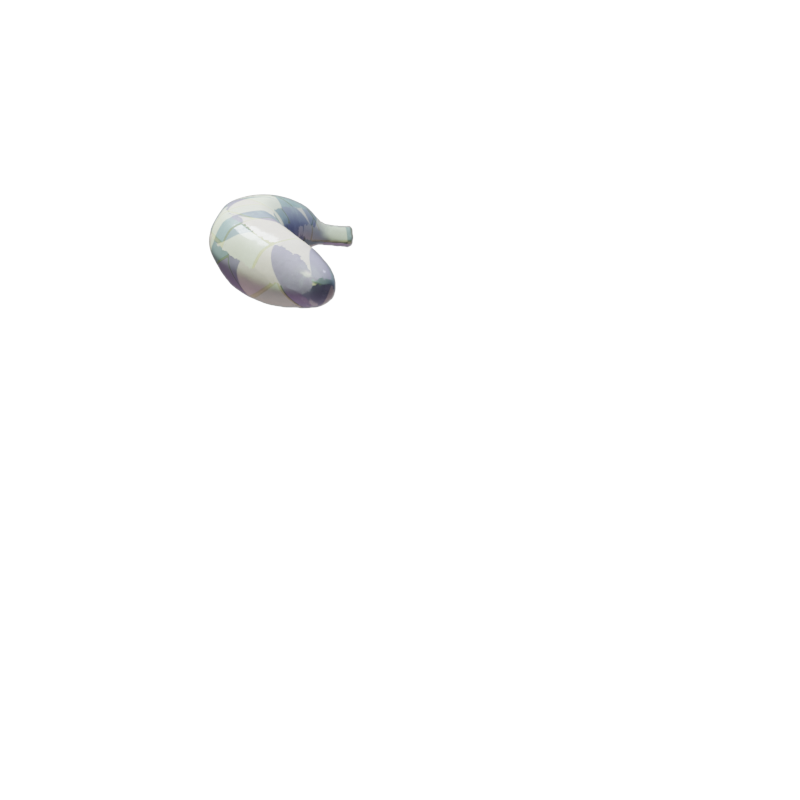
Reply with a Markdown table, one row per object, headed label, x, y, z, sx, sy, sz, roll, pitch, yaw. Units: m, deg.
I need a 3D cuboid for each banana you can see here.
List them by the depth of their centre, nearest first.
| label | x | y | z | sx | sy | sz | roll | pitch | yaw |
| --- | --- | --- | --- | --- | --- | --- | --- | --- | --- |
| banana | -0.061 | -0.079 | 0.550 | 0.070 | 0.036 | 0.203 | 0 | 17 | 1 |
